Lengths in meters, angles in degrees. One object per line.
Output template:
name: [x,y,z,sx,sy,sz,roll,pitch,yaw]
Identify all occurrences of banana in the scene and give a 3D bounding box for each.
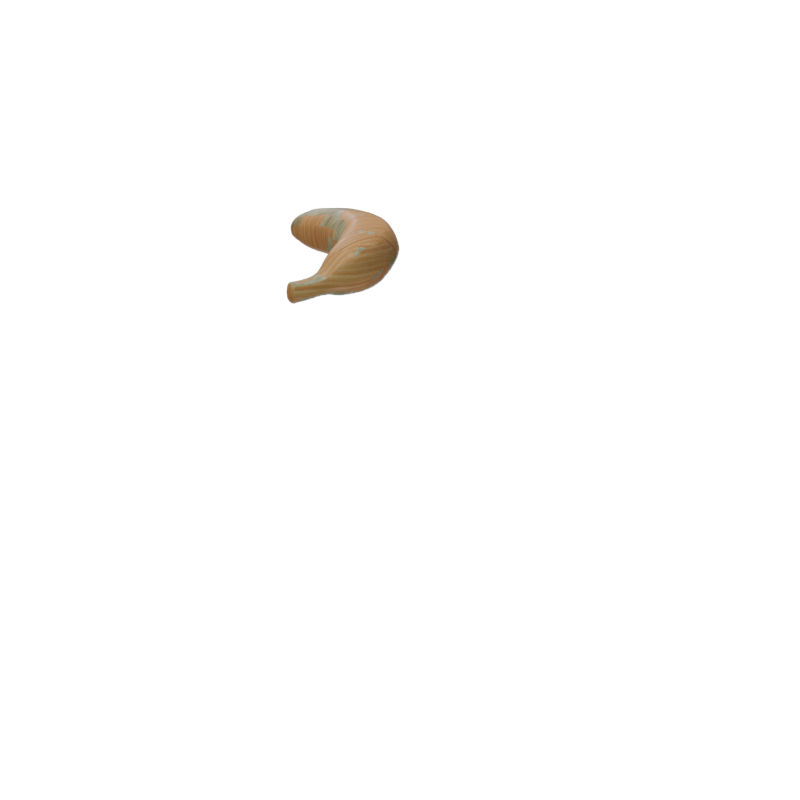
banana: [-0.037,-0.101,0.711,0.069,0.036,0.205,-1,17,-4]
